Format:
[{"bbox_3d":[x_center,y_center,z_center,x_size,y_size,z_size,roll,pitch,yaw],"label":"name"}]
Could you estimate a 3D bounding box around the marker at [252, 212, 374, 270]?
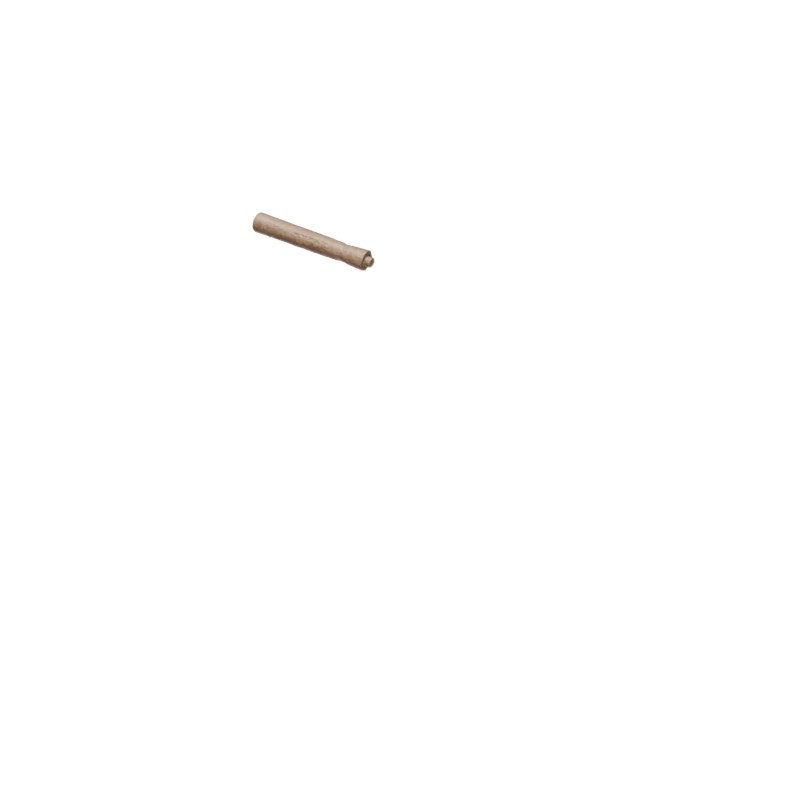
[{"bbox_3d":[-0.077,-0.141,0.985,0.127,0.019,0.019,23,13,26],"label":"marker"}]
